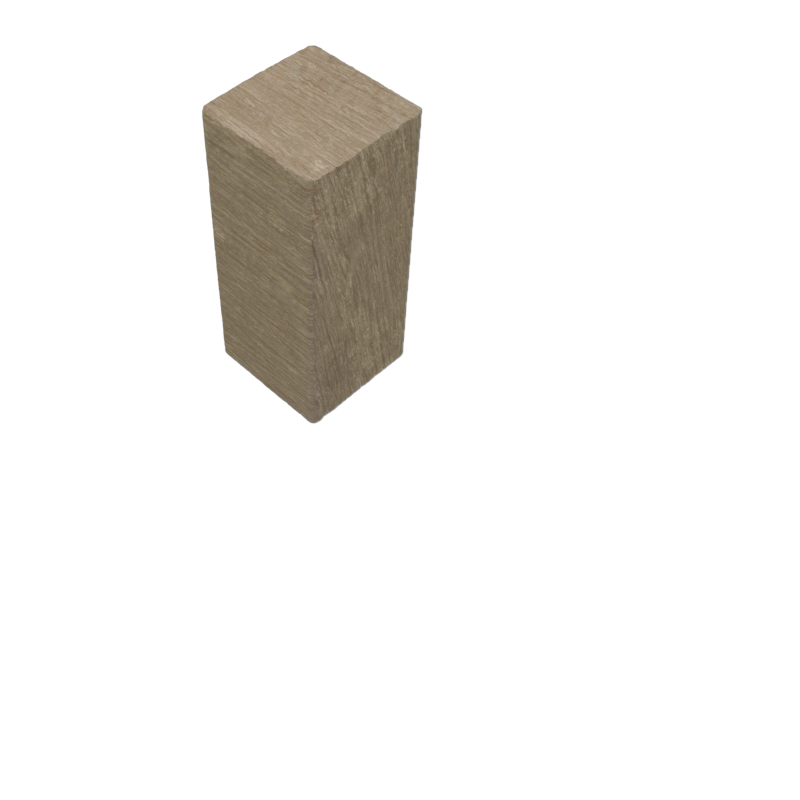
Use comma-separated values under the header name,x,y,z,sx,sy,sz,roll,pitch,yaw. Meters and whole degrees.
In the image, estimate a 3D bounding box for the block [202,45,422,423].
name,x,y,z,sx,sy,sz,roll,pitch,yaw
block,-0.054,-0.096,0.676,0.096,0.192,0.091,37,56,25
